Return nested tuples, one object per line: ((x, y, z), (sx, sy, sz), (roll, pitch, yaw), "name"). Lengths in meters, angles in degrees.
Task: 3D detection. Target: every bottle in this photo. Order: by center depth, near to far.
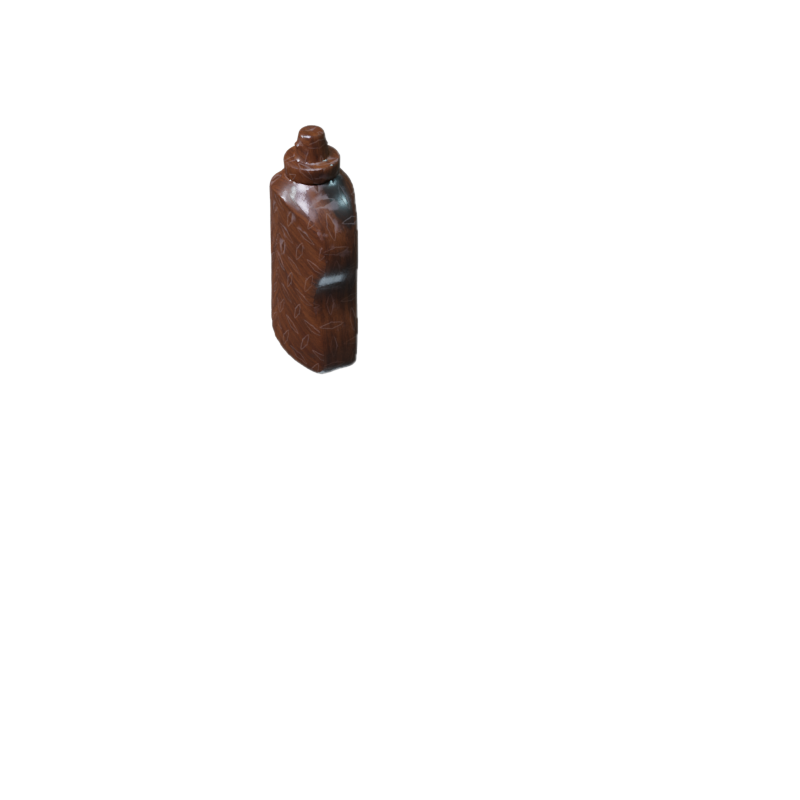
((-0.066, -0.119, 0.836), (0.058, 0.179, 0.104), (-14, 41, -21), "bottle")
